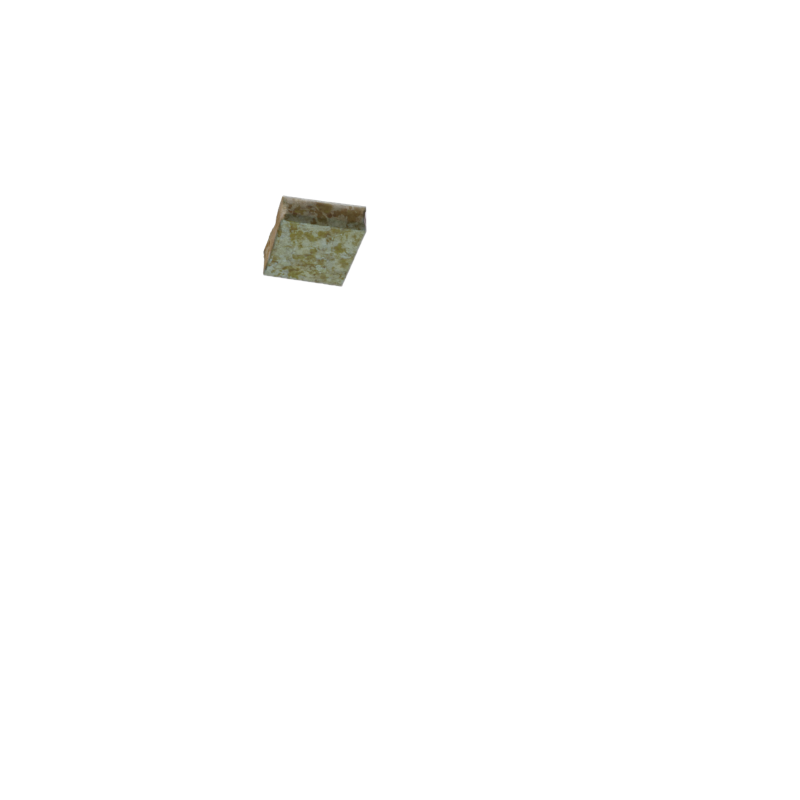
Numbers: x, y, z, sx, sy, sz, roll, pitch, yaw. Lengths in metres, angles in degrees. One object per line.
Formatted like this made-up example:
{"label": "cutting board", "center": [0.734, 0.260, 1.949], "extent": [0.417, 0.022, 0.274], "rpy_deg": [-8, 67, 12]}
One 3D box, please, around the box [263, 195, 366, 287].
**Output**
{"label": "box", "center": [-0.075, -0.136, 0.955], "extent": [0.072, 0.032, 0.085], "rpy_deg": [7, -31, -13]}
